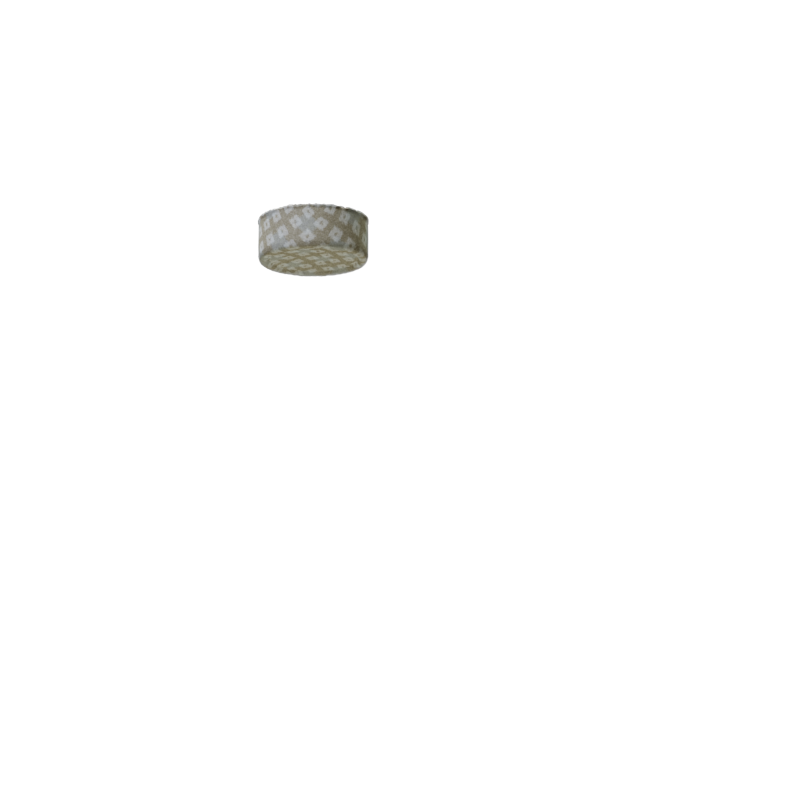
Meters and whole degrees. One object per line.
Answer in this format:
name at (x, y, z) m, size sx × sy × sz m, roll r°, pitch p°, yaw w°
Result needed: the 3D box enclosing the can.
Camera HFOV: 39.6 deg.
can at (-0.067, -0.122, 0.853) m, size 0.086 × 0.035 × 0.083 m, roll 0°, pitch -11°, yaw -2°
